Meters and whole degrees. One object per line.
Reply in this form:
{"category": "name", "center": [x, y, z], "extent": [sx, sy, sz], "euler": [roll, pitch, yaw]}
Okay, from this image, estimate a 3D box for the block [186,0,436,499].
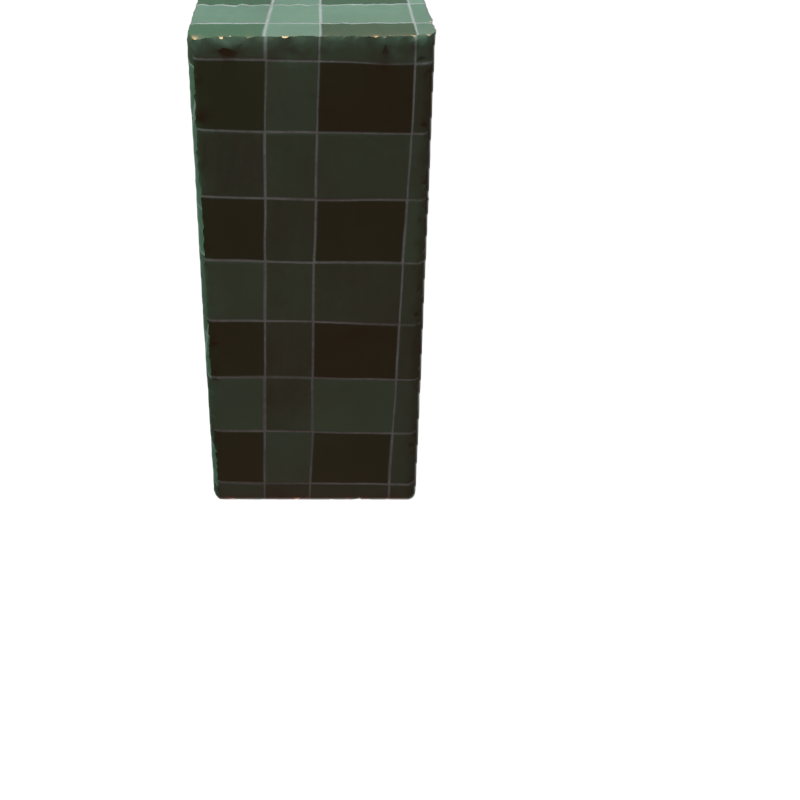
{"category": "block", "center": [-0.037, -0.067, 0.472], "extent": [0.090, 0.194, 0.096], "euler": [1, 29, -2]}
